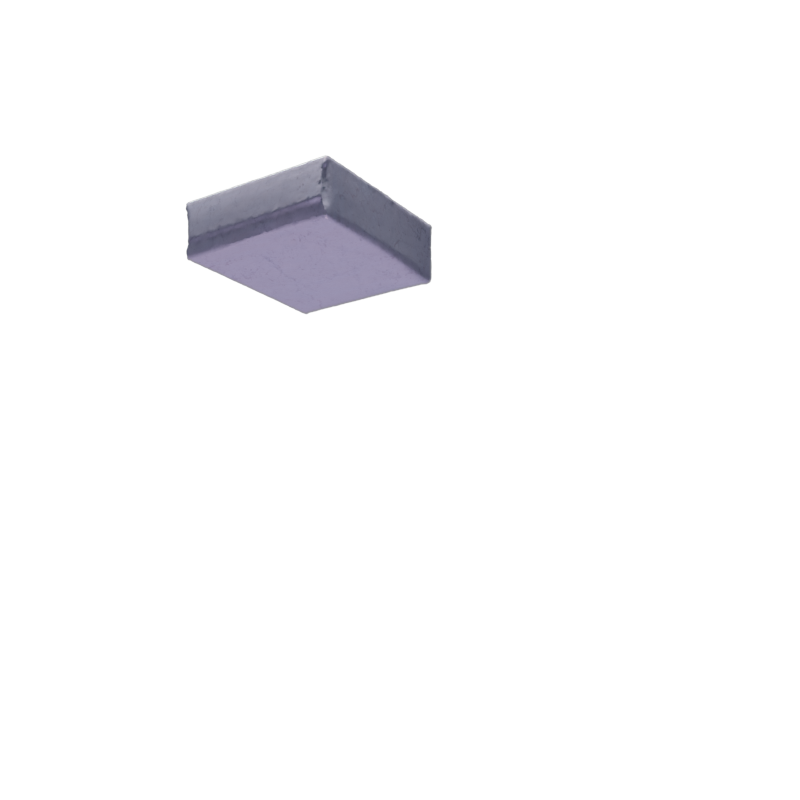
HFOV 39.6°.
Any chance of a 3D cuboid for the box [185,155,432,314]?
[{"bbox_3d":[-0.047,-0.085,0.598,0.091,0.041,0.106,-11,-21,30],"label":"box"}]
